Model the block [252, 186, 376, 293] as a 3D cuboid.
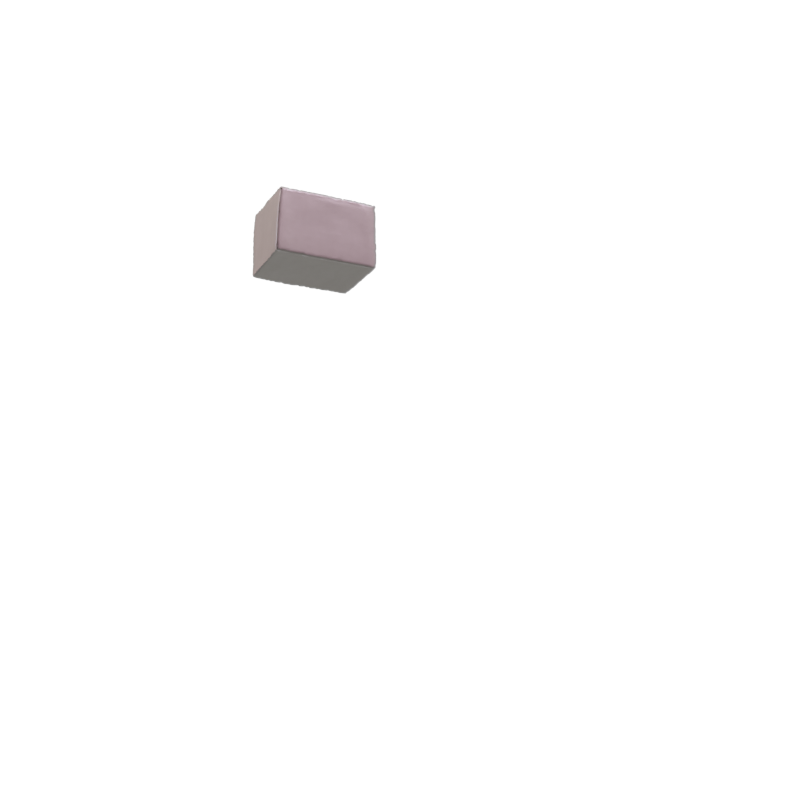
[{"bbox_3d":[-0.063,-0.115,0.806,0.075,0.054,0.052,9,-24,-24],"label":"block"}]
